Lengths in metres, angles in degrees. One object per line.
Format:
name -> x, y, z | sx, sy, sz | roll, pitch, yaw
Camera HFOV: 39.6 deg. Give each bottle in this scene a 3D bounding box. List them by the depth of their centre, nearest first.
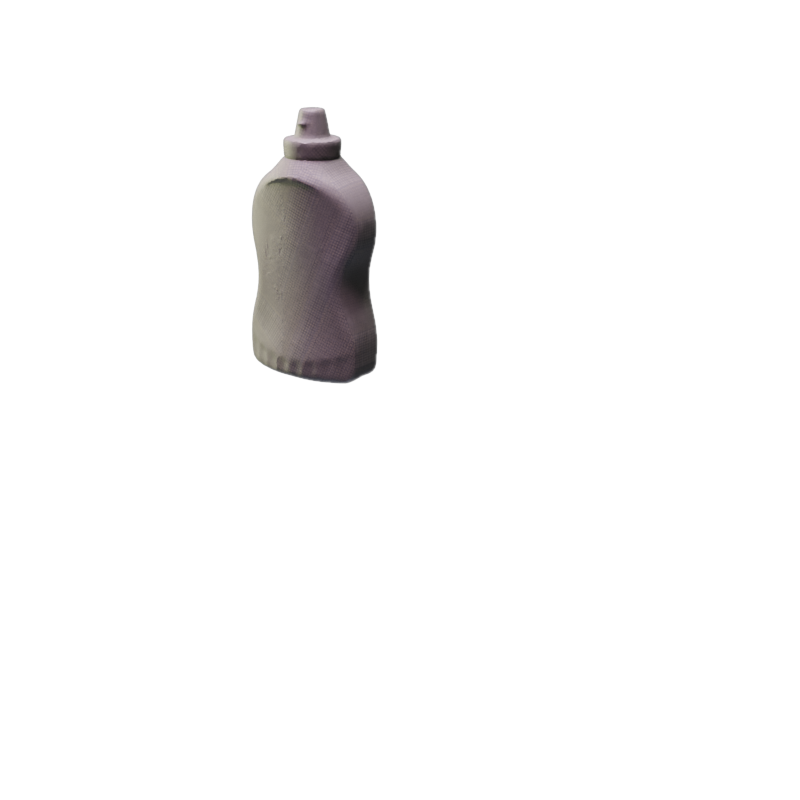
bottle -> -0.063, -0.113, 0.795 | 0.101, 0.185, 0.057 | 12, 18, 36
